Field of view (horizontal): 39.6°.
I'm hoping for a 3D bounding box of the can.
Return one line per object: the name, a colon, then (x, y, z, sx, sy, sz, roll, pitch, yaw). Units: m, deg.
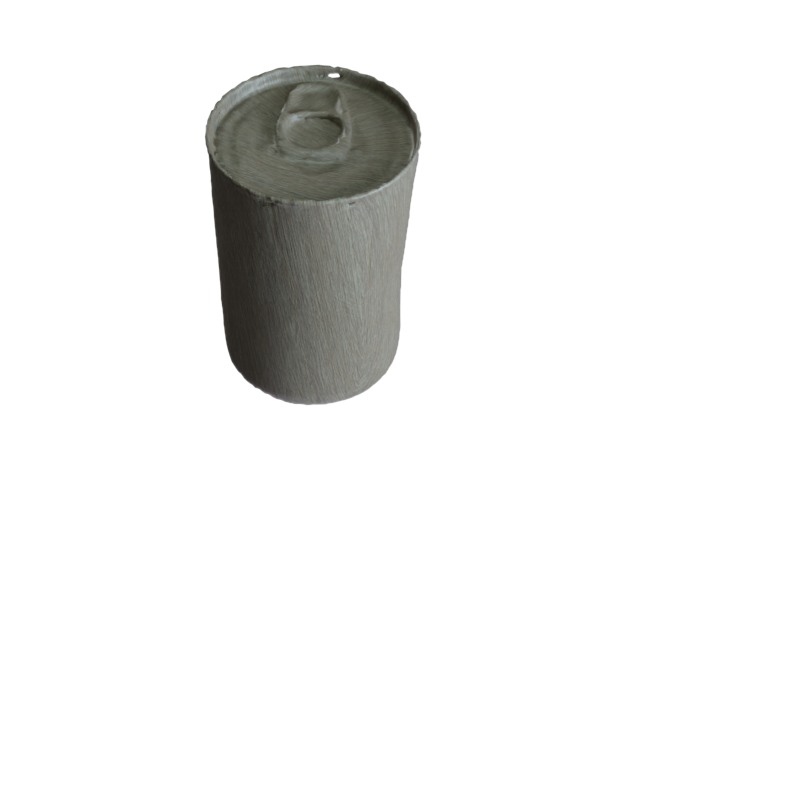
can: (-0.030, -0.055, 0.383, 0.068, 0.074, 0.095, 0, -40, -3)
